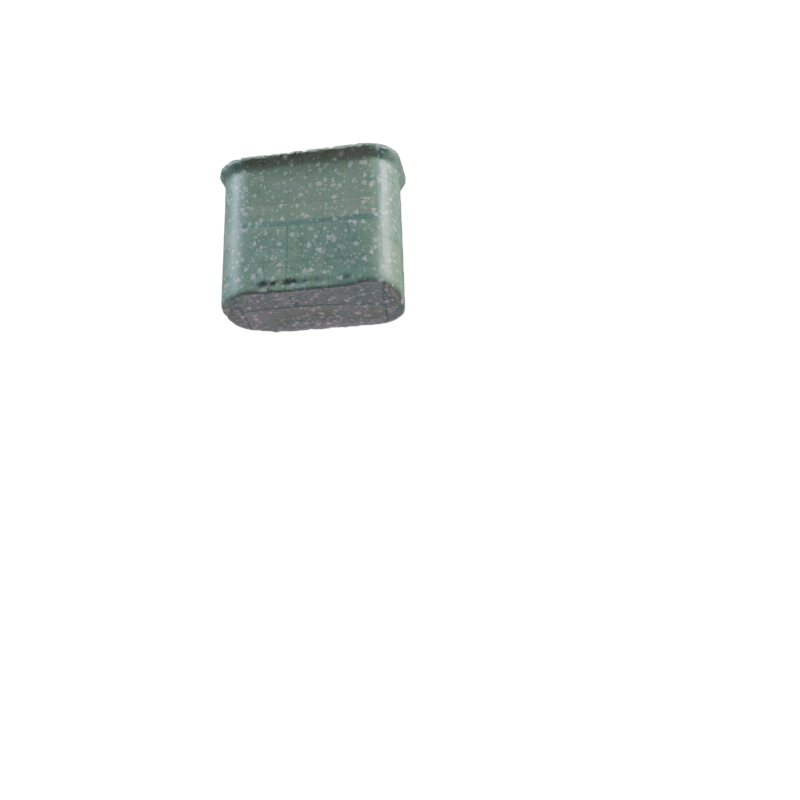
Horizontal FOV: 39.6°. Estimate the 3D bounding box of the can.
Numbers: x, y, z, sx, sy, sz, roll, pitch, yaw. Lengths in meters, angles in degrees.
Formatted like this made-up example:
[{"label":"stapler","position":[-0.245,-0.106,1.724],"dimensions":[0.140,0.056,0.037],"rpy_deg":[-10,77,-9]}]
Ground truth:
[{"label":"can","position":[-0.047,-0.086,0.605],"dimensions":[0.103,0.089,0.054],"rpy_deg":[-5,-25,10]}]
